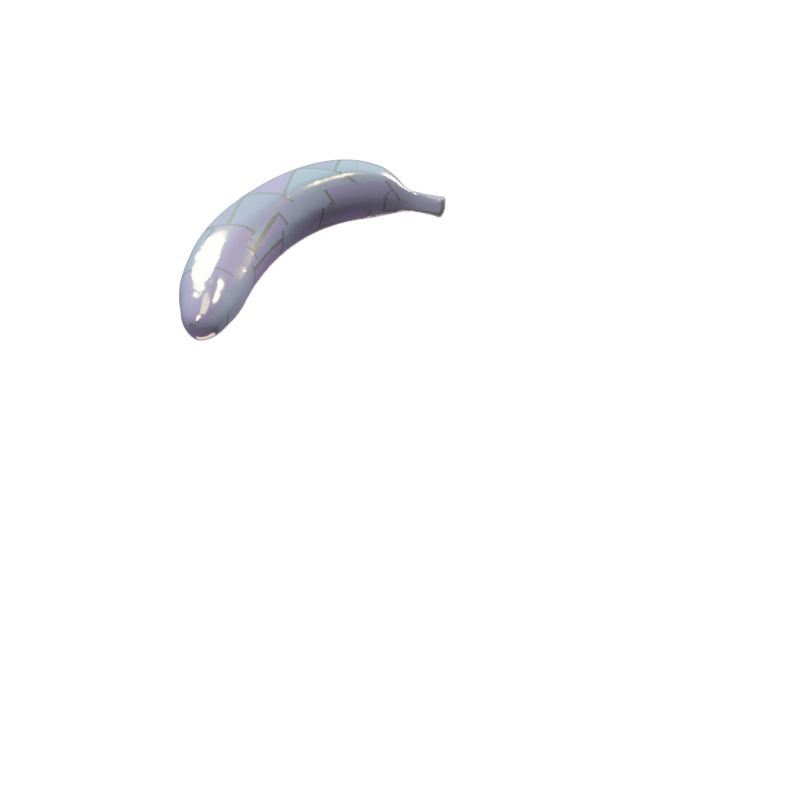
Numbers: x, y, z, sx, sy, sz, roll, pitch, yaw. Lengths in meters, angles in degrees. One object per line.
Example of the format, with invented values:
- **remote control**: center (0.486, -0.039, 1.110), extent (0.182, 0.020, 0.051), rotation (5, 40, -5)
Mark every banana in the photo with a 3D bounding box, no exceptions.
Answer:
- **banana**: center (-0.057, -0.091, 0.588), extent (0.074, 0.034, 0.199), rotation (23, 40, 31)
